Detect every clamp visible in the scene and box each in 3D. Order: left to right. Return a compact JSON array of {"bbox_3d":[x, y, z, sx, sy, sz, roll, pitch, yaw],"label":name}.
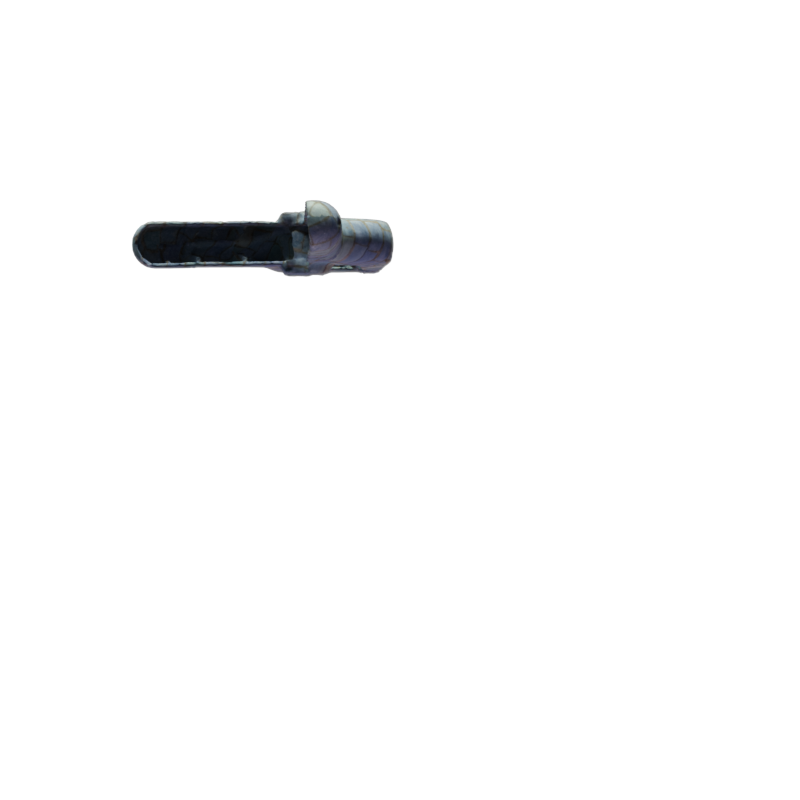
[{"bbox_3d":[-0.048,-0.087,0.612,0.125,0.039,0.166,5,9,37],"label":"clamp"}]
